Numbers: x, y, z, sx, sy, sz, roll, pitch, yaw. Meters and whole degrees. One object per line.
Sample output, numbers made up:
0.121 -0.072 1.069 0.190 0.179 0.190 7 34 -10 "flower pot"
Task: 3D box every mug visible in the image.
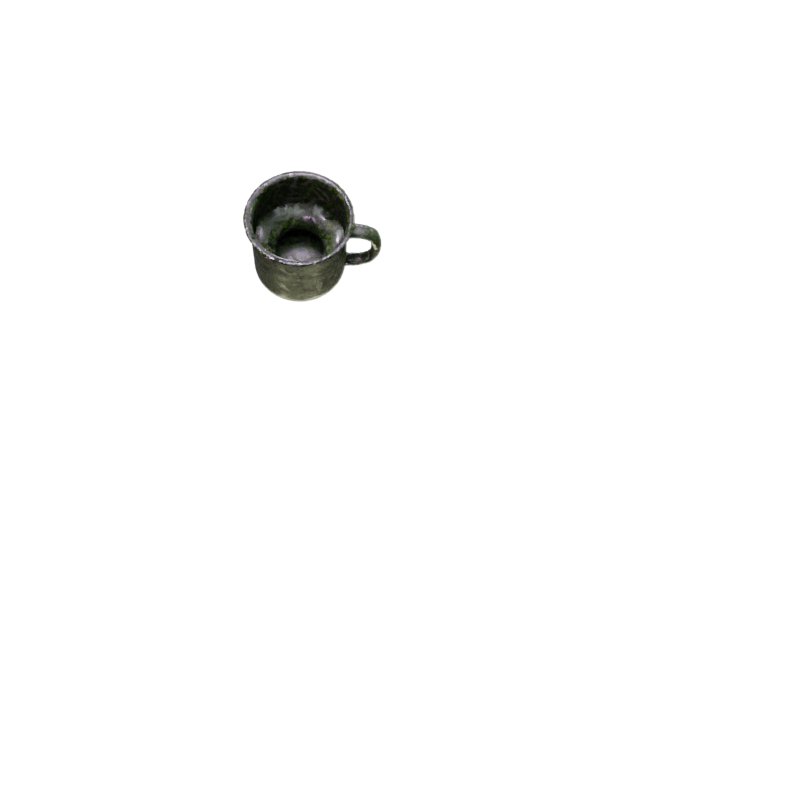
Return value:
-0.075 -0.137 0.959 0.117 0.099 0.077 2 -26 0 "mug"
